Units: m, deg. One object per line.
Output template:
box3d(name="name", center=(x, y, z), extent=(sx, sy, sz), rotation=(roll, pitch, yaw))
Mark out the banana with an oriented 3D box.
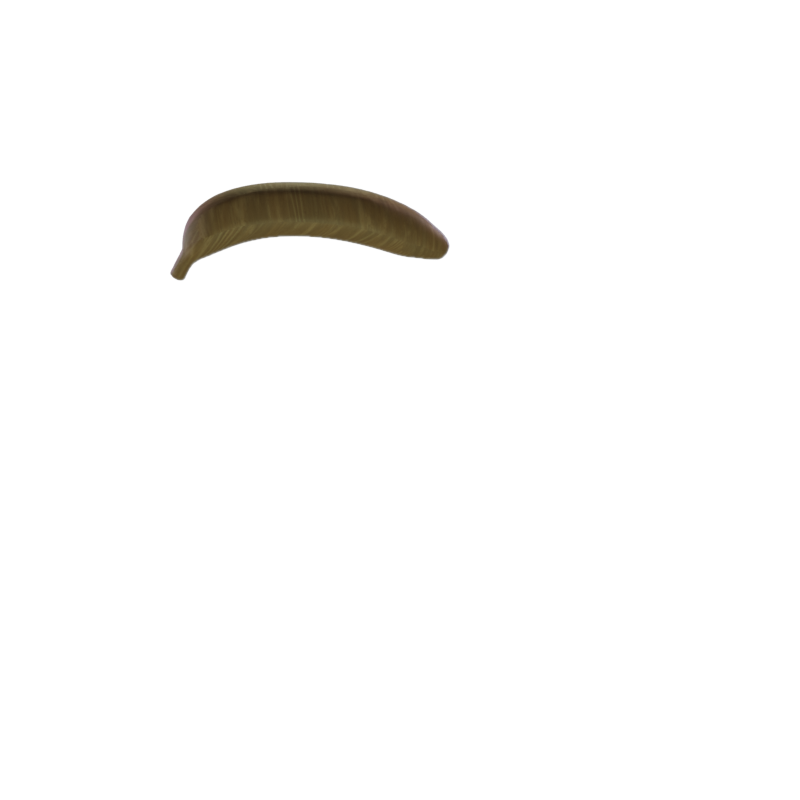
box3d(name="banana", center=(-0.066, -0.121, 0.768), extent=(0.198, 0.039, 0.065), rotation=(-3, -36, 3))
